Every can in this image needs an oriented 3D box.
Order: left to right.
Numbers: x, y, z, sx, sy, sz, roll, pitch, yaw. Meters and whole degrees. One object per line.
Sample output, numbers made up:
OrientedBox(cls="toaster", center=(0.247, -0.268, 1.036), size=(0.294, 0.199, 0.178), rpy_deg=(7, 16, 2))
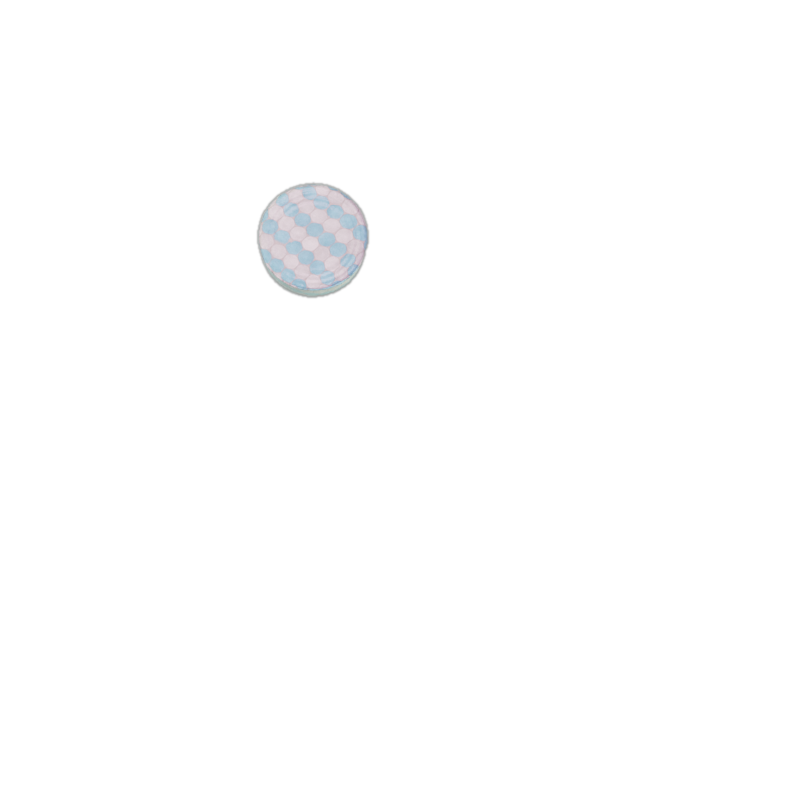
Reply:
OrientedBox(cls="can", center=(-0.069, -0.125, 0.876), size=(0.086, 0.089, 0.032), rpy_deg=(0, -13, -1))
